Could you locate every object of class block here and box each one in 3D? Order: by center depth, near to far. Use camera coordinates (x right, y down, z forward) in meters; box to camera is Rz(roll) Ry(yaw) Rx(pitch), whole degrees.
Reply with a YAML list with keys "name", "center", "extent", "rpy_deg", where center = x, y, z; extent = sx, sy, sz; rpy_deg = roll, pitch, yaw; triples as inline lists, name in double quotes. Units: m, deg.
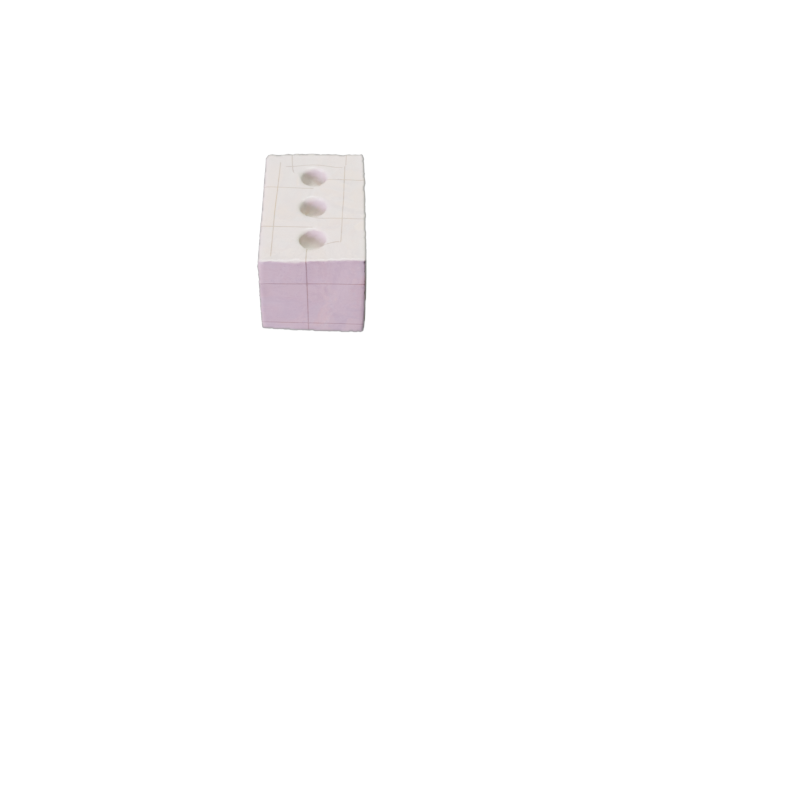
- name: "block"
  center: [-0.044, -0.080, 0.563]
  extent: [0.053, 0.084, 0.048]
  rpy_deg: [0, -40, -2]
